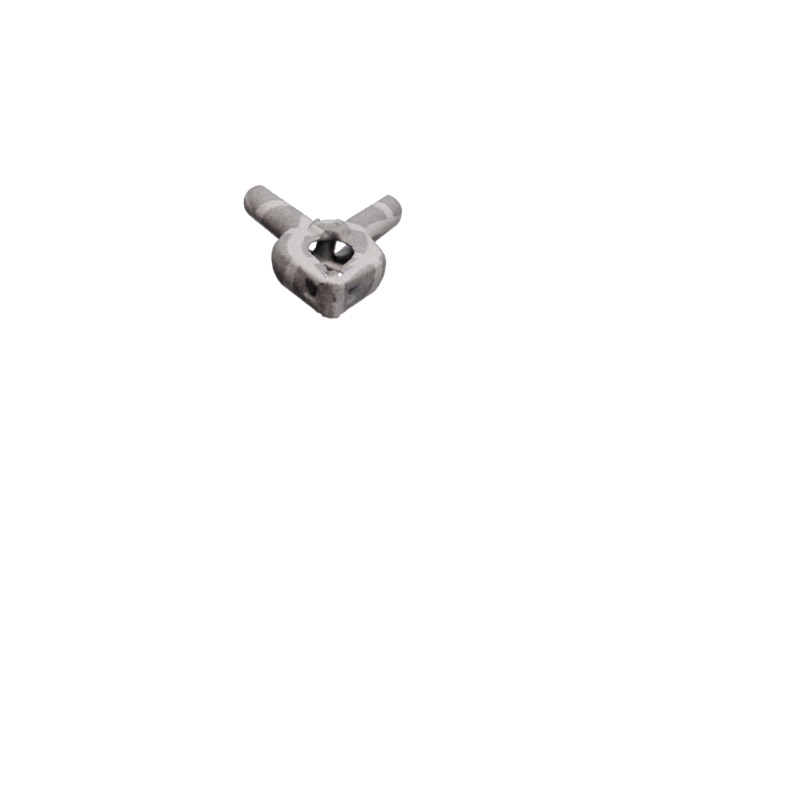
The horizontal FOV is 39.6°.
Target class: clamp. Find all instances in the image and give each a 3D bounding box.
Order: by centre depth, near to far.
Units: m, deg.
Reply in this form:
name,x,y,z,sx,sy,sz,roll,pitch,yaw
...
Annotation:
name,x,y,z,sx,sy,sz,roll,pitch,yaw
clamp,-0.062,-0.113,0.790,0.121,0.037,0.180,2,29,3
